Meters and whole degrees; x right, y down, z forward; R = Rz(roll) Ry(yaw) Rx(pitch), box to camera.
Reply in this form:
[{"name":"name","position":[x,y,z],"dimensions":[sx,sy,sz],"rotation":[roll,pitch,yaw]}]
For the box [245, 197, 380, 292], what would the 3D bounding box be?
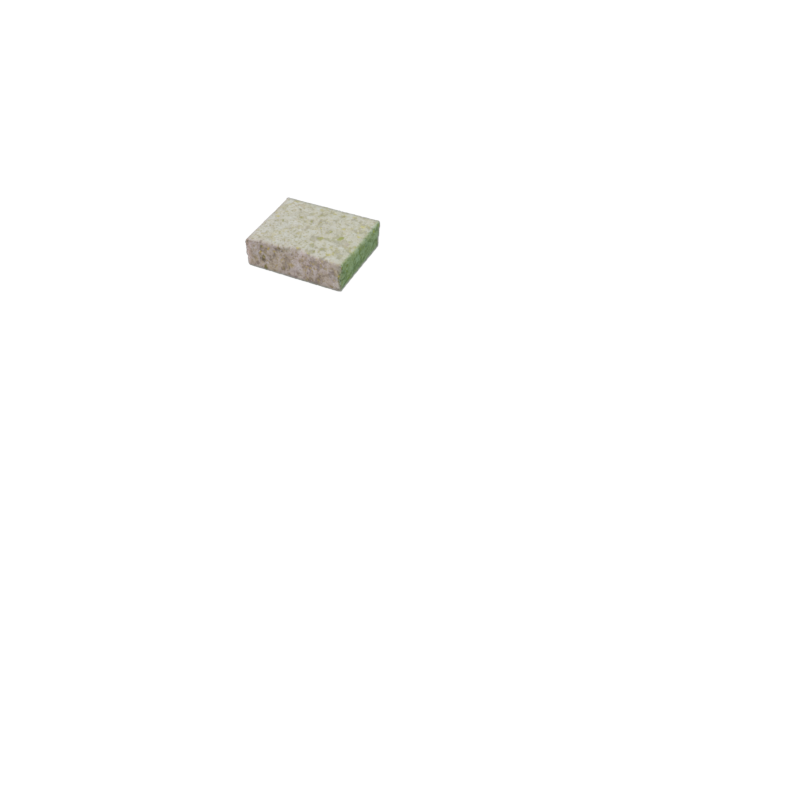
[{"name":"box","position":[-0.072,-0.131,0.915],"dimensions":[0.093,0.028,0.075],"rotation":[17,42,20]}]
